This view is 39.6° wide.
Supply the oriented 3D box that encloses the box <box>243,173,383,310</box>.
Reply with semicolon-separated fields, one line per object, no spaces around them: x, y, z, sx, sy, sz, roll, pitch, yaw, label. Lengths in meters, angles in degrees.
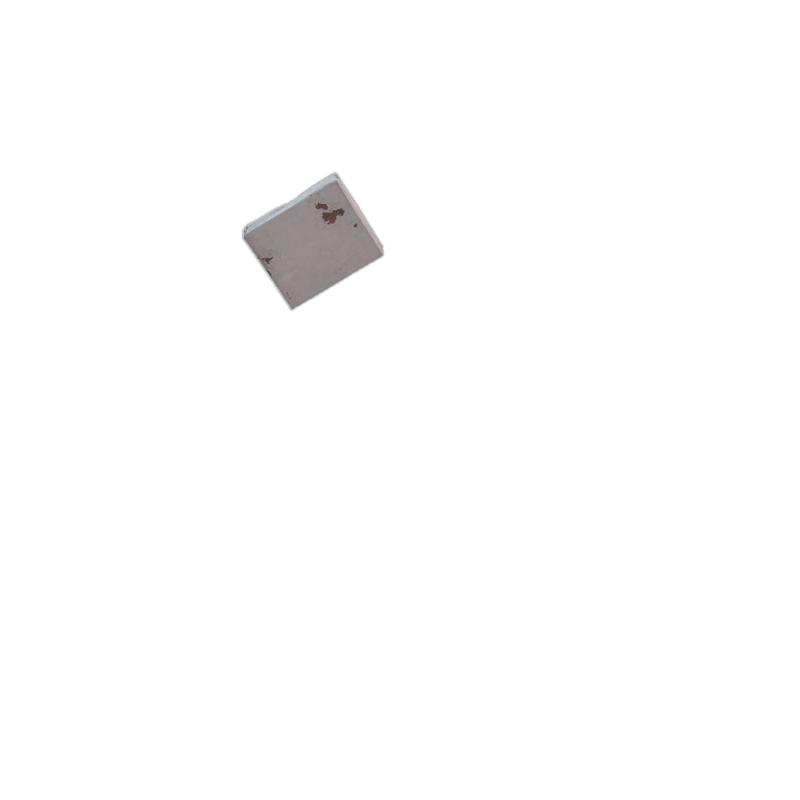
-0.069;-0.126;0.883;0.089;0.070;0.031;-30;16;9;box
